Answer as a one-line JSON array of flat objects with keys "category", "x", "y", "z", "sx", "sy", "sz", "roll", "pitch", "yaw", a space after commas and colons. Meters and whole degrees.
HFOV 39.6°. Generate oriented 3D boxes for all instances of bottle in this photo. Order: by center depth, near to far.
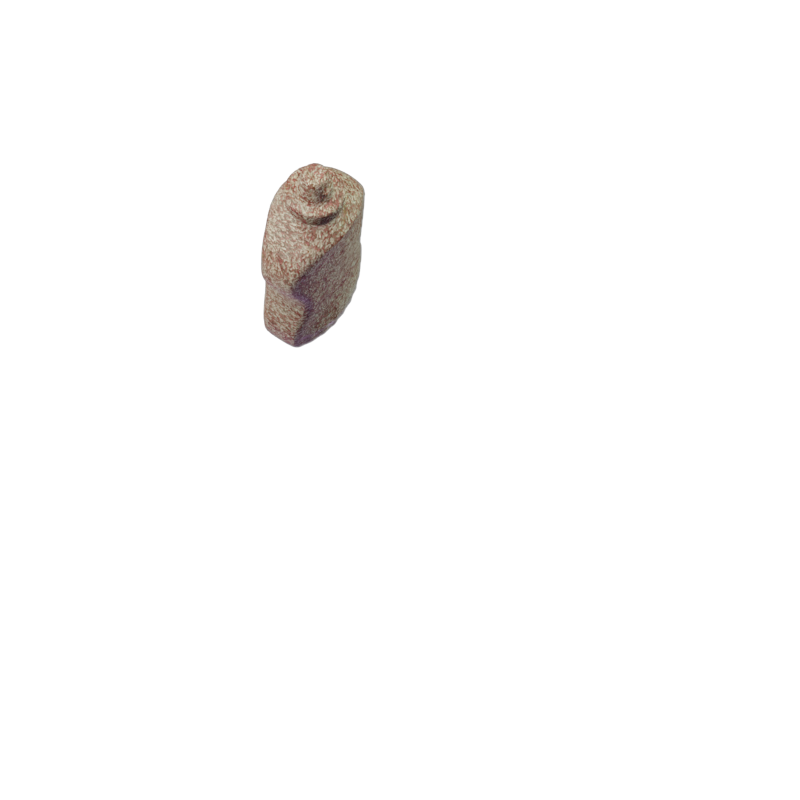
[{"category": "bottle", "x": -0.062, "y": -0.114, "z": 0.800, "sx": 0.060, "sy": 0.098, "sz": 0.182, "roll": 33, "pitch": -20, "yaw": 9}]
